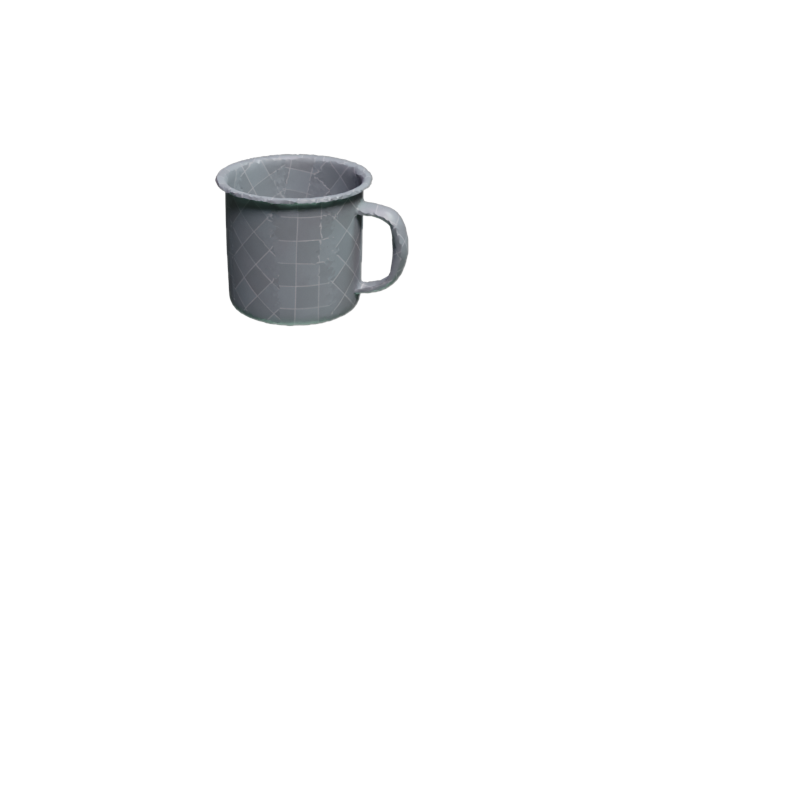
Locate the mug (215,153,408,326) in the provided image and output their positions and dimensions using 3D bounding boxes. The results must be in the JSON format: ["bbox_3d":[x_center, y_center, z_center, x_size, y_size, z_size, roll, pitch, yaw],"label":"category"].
[{"bbox_3d":[-0.052,-0.095,0.665,0.120,0.077,0.096,8,26,15],"label":"mug"}]
